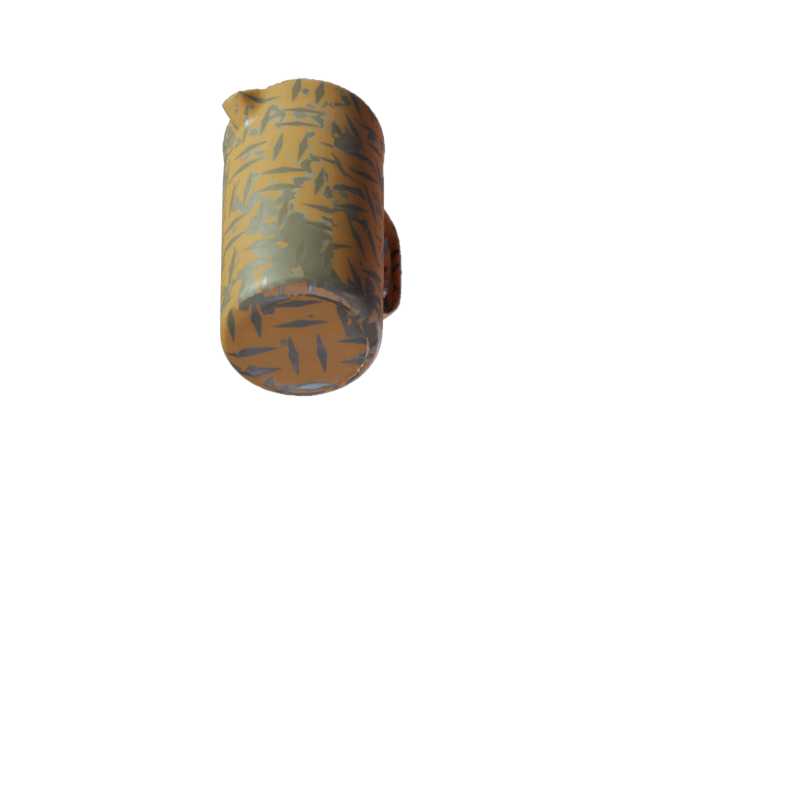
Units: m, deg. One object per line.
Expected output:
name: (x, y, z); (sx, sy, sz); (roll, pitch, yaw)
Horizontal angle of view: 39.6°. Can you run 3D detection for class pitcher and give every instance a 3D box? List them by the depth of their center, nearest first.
pitcher: (-0.065, -0.118, 0.824); (0.148, 0.135, 0.261); (1, 43, -4)
